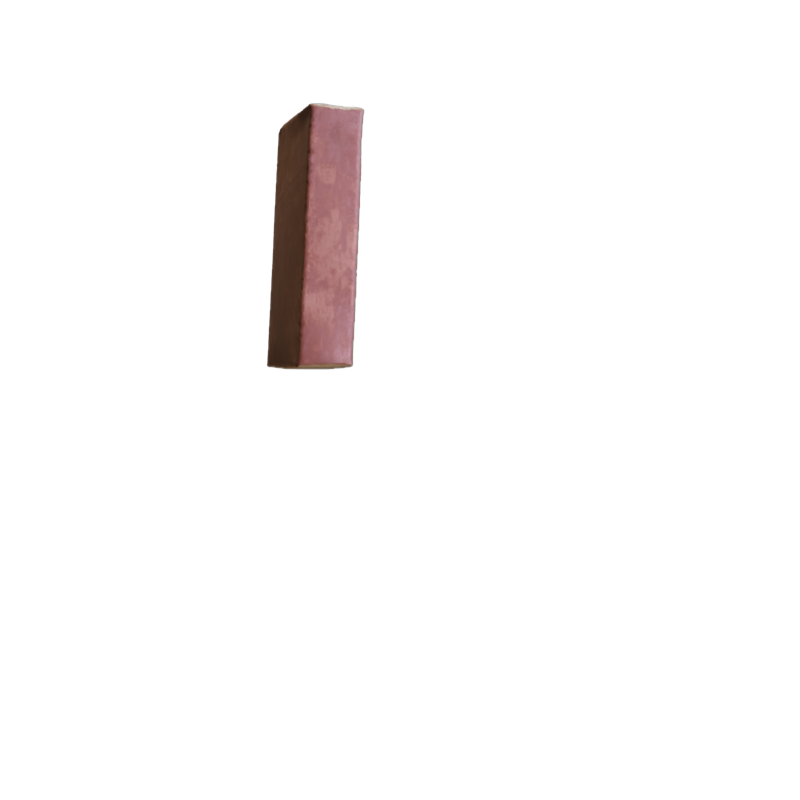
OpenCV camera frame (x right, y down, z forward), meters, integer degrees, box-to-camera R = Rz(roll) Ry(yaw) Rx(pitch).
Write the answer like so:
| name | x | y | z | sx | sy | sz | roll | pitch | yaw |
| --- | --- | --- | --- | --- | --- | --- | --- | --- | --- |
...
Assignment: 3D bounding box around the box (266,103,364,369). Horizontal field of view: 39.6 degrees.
| name | x | y | z | sx | sy | sz | roll | pitch | yaw |
| --- | --- | --- | --- | --- | --- | --- | --- | --- | --- |
| box | -0.061 | -0.110 | 0.771 | 0.047 | 0.179 | 0.094 | 2 | -5 | -19 |
